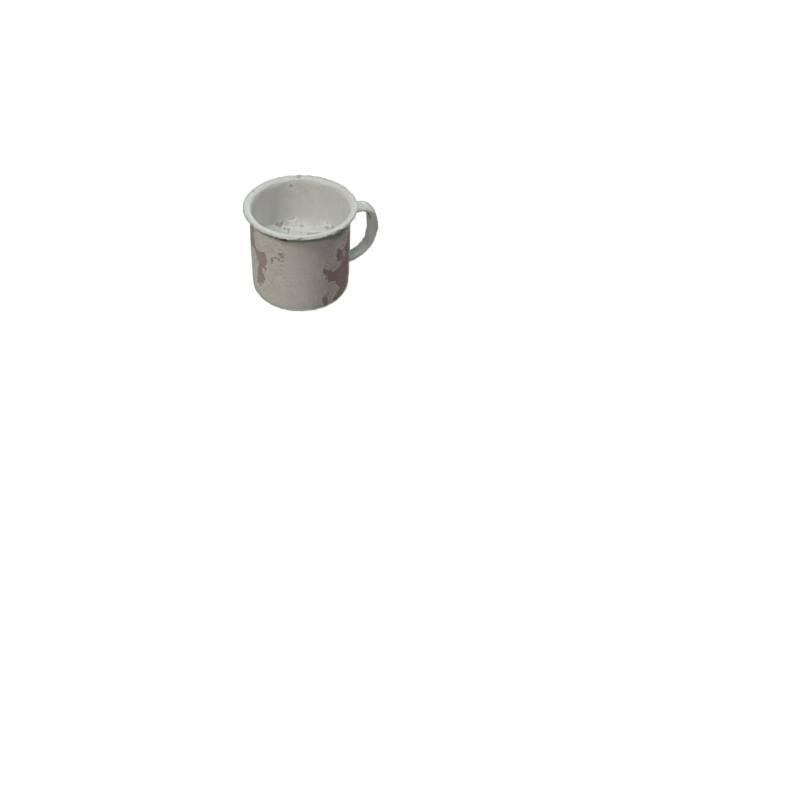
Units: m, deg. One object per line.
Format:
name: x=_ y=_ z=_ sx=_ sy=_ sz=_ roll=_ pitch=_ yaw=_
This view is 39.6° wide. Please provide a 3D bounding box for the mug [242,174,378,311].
mug: x=-0.072 y=-0.132 z=0.923 sx=0.116 sy=0.076 sz=0.101 roll=-19 pitch=44 yaw=-22
